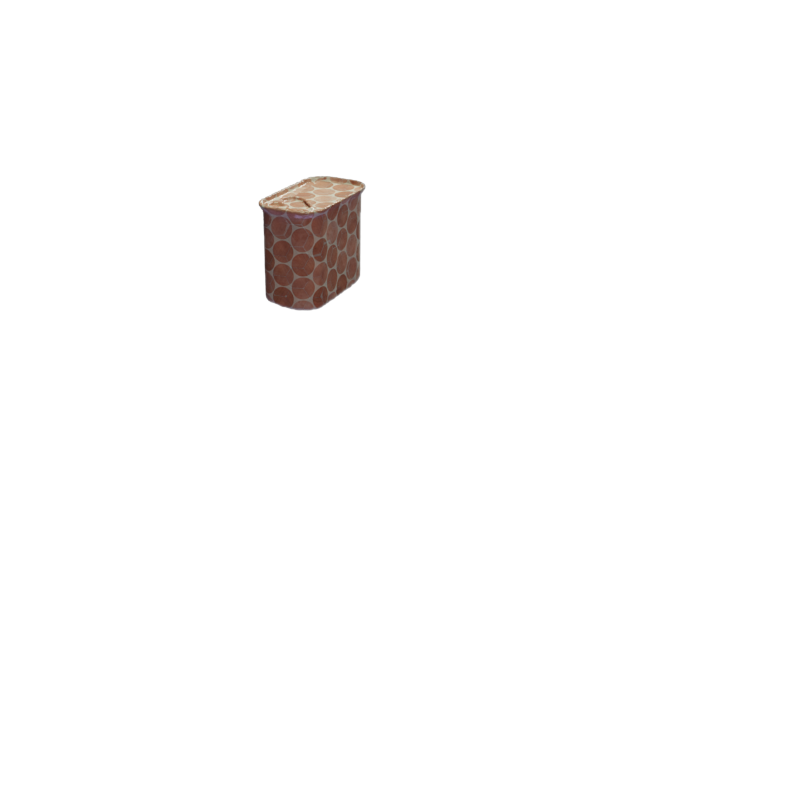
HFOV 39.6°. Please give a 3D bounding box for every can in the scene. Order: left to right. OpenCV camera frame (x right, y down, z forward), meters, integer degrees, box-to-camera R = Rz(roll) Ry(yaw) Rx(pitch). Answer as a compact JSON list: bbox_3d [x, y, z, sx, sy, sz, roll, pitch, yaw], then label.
[{"bbox_3d":[-0.071,-0.129,0.905,0.060,0.080,0.103,11,25,23],"label":"can"}]
